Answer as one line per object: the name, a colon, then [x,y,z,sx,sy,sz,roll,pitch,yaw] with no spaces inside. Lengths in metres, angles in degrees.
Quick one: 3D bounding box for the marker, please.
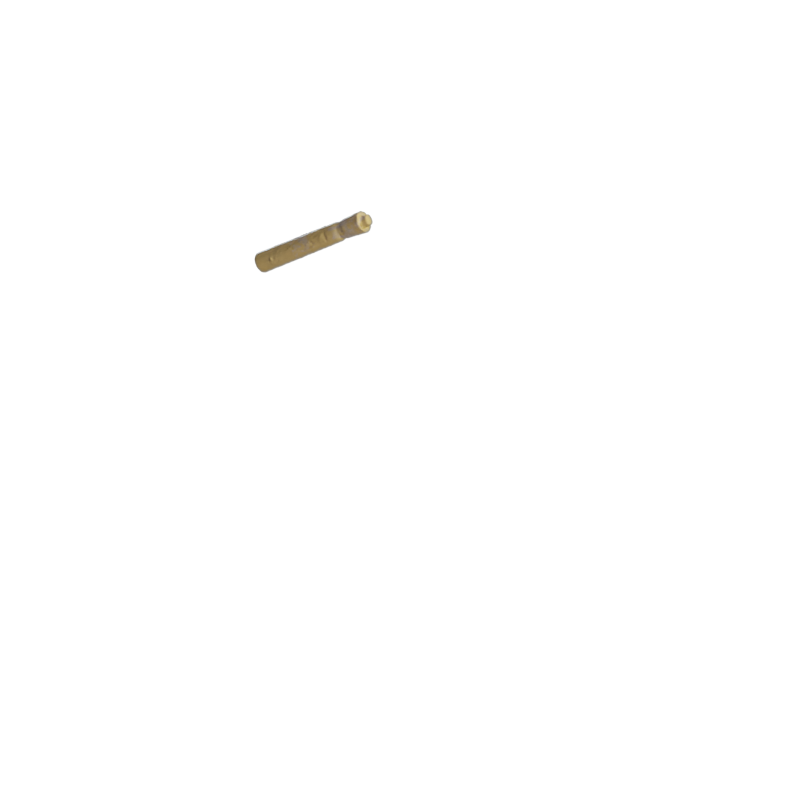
marker: [-0.074,-0.135,0.944,0.122,0.020,0.019,-16,-6,35]
